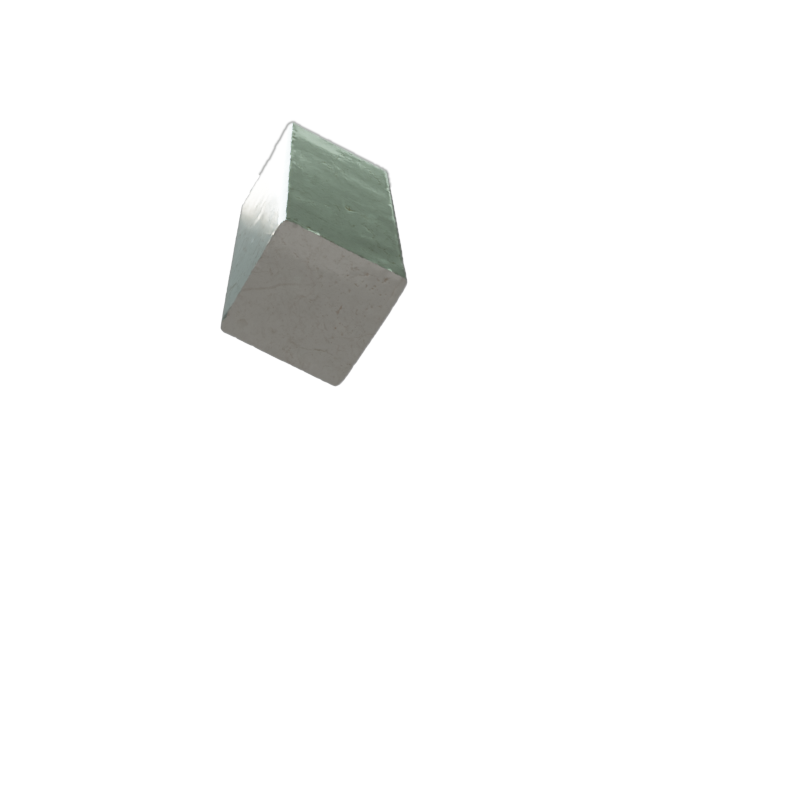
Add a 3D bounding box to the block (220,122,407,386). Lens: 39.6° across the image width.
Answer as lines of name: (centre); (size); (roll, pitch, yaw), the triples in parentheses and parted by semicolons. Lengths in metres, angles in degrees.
block: (-0.062, -0.112, 0.786); (0.088, 0.088, 0.218); (26, 24, -17)
